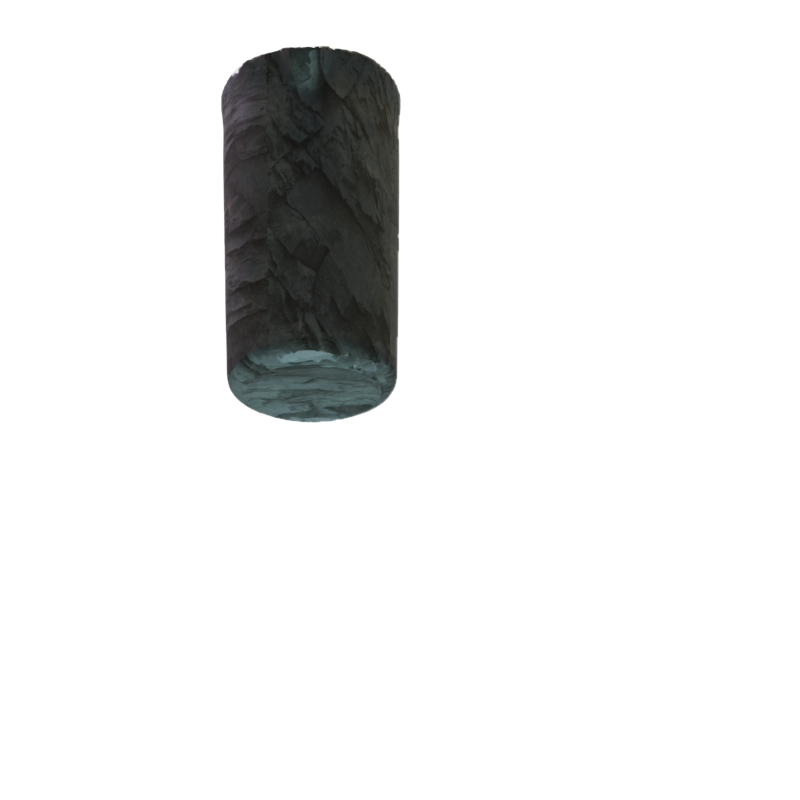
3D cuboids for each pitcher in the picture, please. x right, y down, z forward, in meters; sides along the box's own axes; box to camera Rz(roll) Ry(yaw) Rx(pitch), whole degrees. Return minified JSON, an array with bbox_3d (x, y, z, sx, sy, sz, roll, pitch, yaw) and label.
[{"bbox_3d":[-0.060,-0.110,0.770,0.145,0.259,0.140,-27,-38,37],"label":"pitcher"}]
